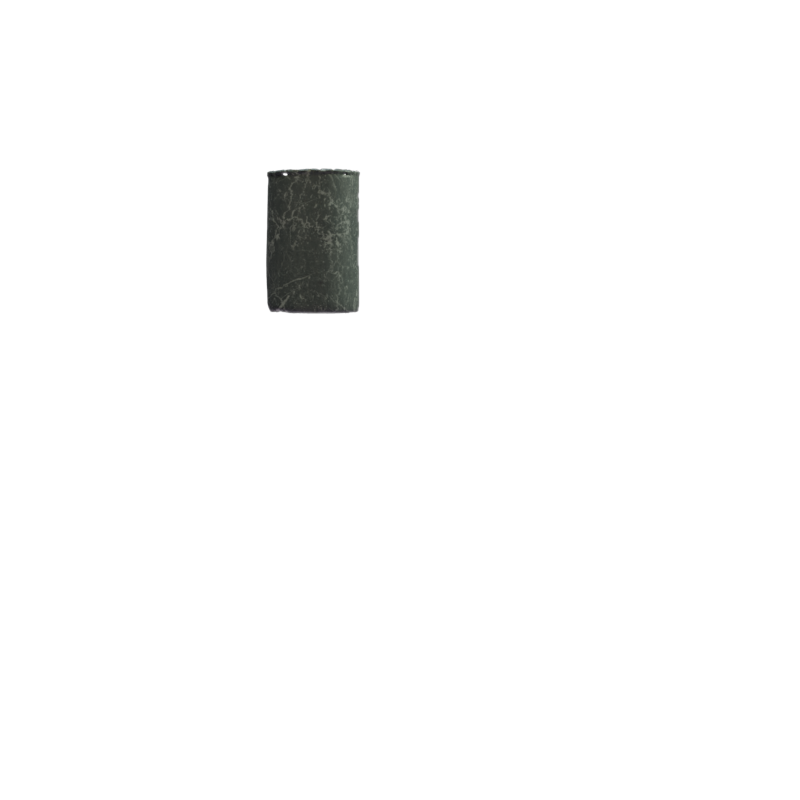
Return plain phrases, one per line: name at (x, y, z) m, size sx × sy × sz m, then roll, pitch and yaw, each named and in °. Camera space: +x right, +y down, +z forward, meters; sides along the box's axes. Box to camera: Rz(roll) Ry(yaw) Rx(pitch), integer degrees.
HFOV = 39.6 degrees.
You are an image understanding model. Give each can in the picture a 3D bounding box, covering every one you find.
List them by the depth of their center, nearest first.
can at (-0.063, -0.115, 0.807) m, size 0.068 × 0.102 × 0.069 m, roll 0°, pitch 1°, yaw -2°
